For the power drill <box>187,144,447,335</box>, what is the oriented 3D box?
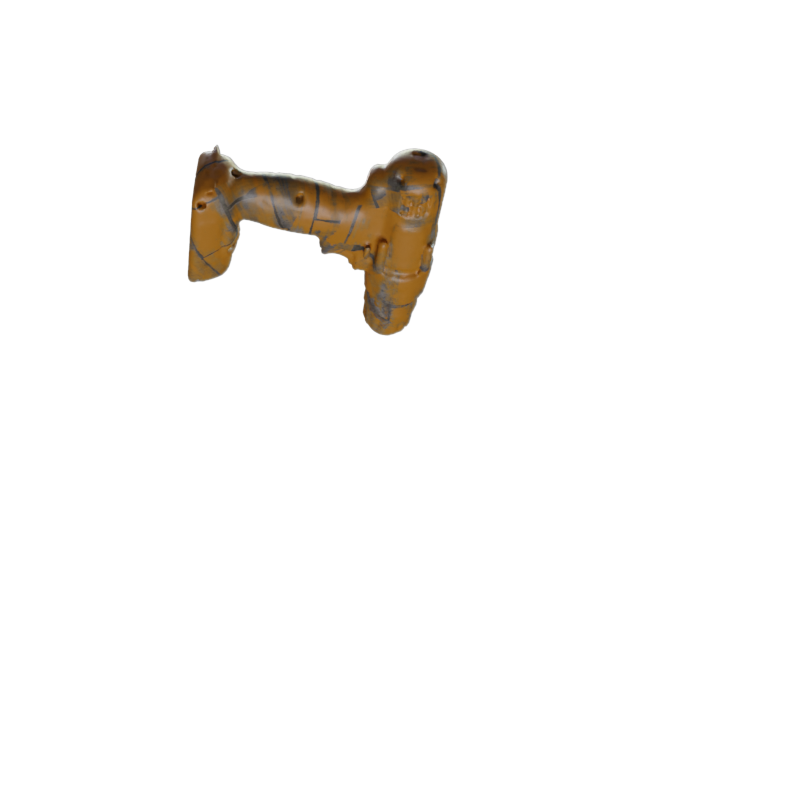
[{"bbox_3d":[-0.066,-0.121,0.847,0.186,0.062,0.173,5,-42,-6],"label":"power drill"}]
